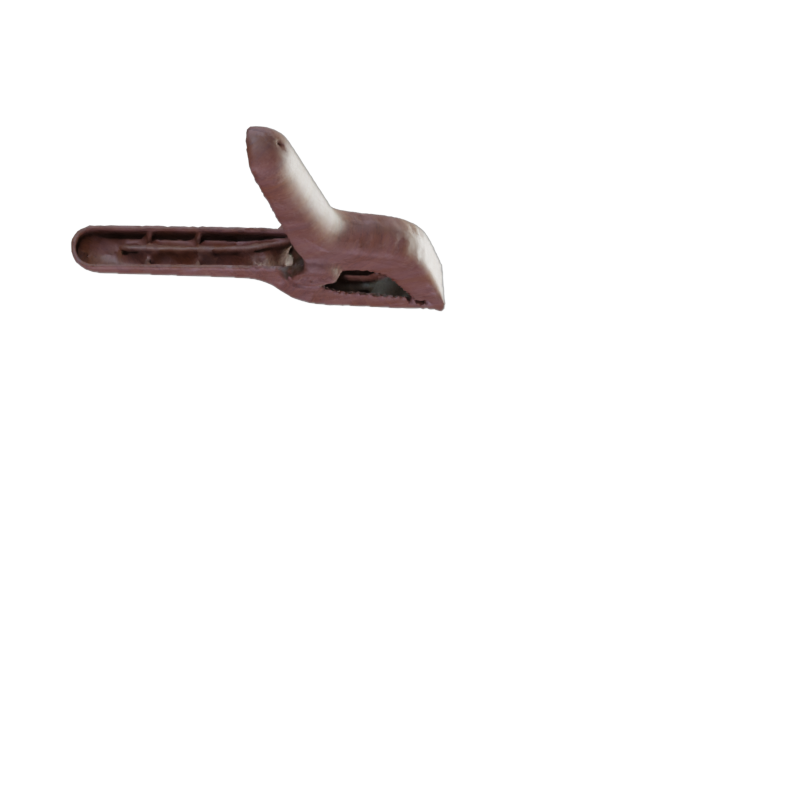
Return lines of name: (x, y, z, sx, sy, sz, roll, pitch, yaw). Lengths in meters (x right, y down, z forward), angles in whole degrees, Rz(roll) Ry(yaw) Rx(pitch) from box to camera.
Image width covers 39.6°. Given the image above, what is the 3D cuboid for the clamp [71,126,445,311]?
clamp: (-0.046, -0.084, 0.586, 0.200, 0.038, 0.165, 10, -18, -34)
